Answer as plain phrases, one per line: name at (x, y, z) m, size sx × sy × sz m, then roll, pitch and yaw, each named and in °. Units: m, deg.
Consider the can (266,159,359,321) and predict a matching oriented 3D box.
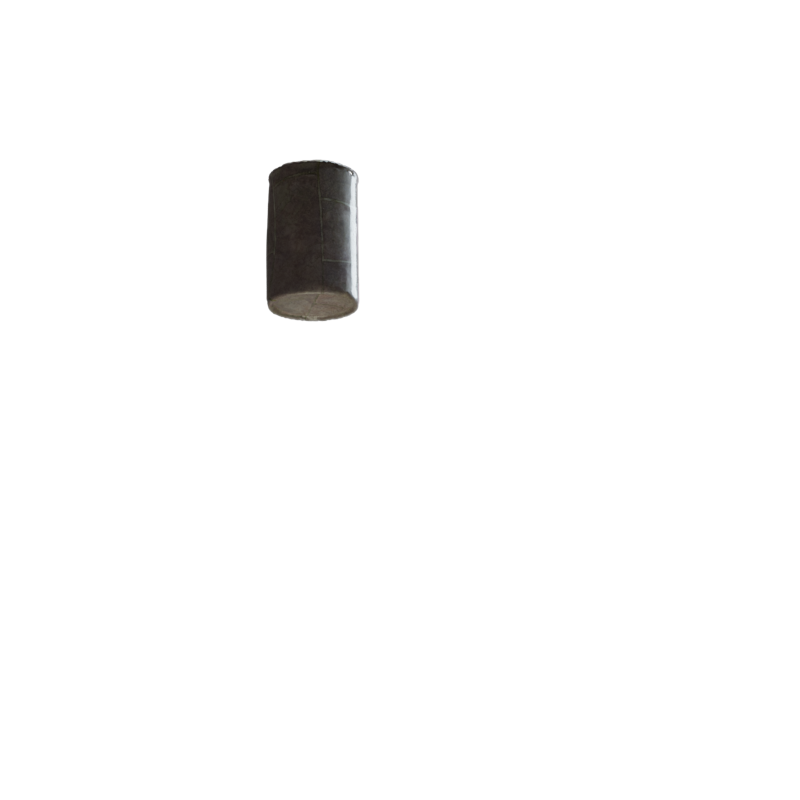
can at (-0.063, -0.116, 0.811) m, size 0.068 × 0.107 × 0.065 m, roll 0°, pitch -19°, yaw -2°
